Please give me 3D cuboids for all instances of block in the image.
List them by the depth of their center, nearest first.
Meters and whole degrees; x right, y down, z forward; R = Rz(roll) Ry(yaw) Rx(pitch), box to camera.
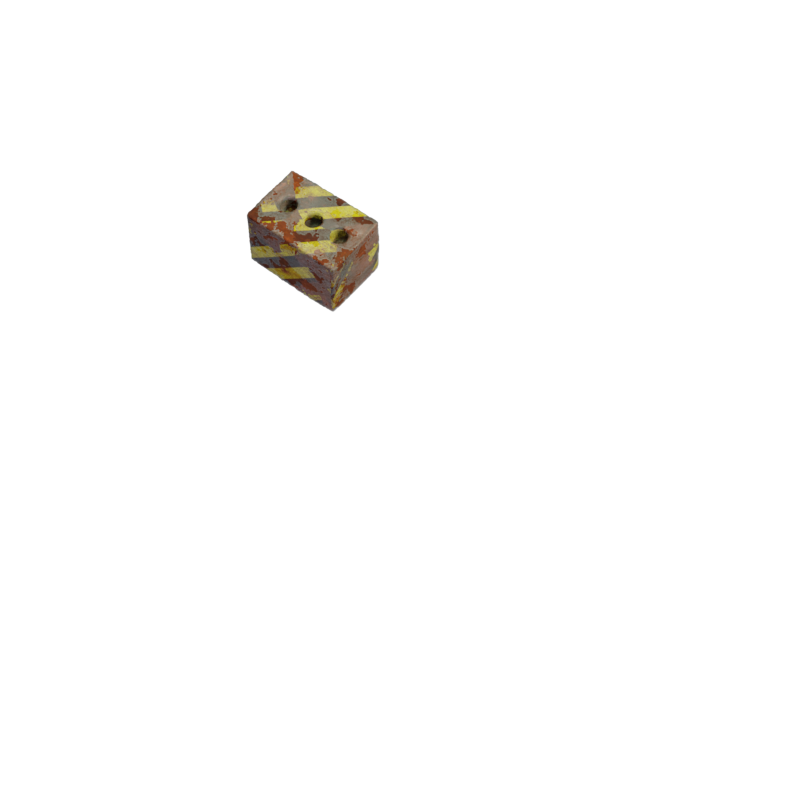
[{"bbox_3d":[-0.060,-0.110,0.769,0.082,0.054,0.048,33,-29,19],"label":"block"}]
